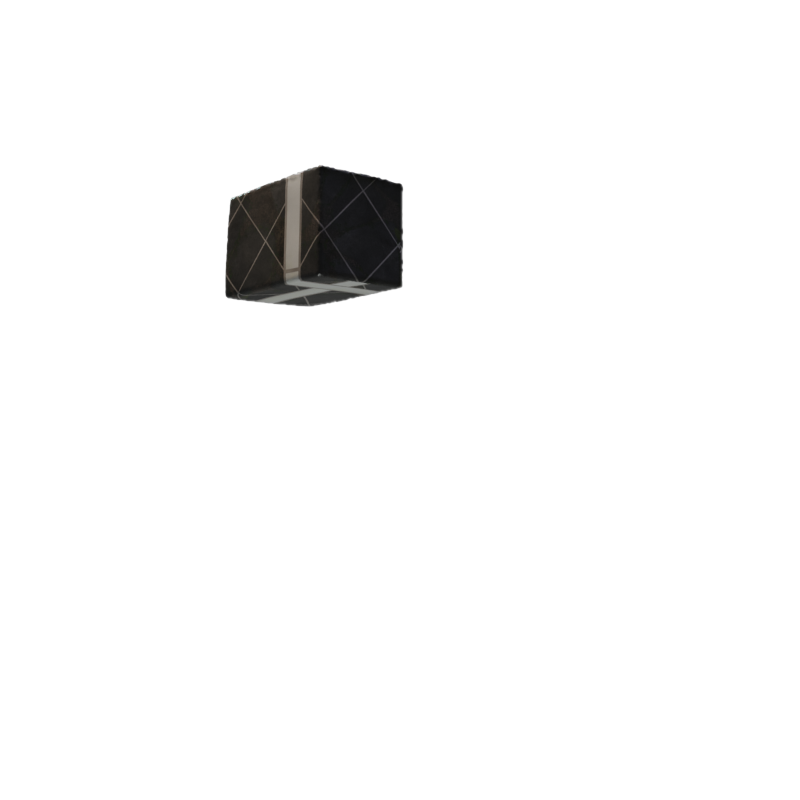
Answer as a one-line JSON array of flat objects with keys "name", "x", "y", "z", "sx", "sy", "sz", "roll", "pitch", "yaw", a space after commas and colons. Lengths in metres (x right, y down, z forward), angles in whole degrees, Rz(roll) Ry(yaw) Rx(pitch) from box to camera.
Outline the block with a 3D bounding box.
[{"name": "block", "x": -0.042, "y": -0.077, "z": 0.538, "sx": 0.050, "sy": 0.053, "sz": 0.080, "roll": 7, "pitch": -10, "yaw": -40}]
